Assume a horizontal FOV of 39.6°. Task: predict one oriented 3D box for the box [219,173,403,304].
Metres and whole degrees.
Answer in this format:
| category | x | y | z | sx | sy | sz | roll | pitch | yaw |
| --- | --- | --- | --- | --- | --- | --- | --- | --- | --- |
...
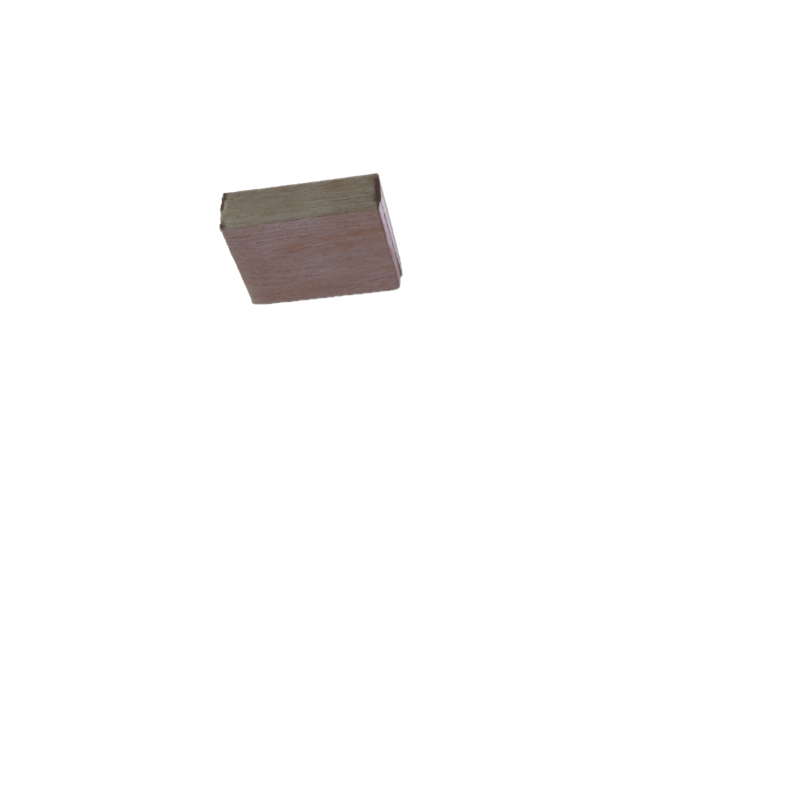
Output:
| category | x | y | z | sx | sy | sz | roll | pitch | yaw |
| --- | --- | --- | --- | --- | --- | --- | --- | --- | --- |
| box | -0.061 | -0.111 | 0.778 | 0.114 | 0.042 | 0.083 | -7 | -37 | 8 |
